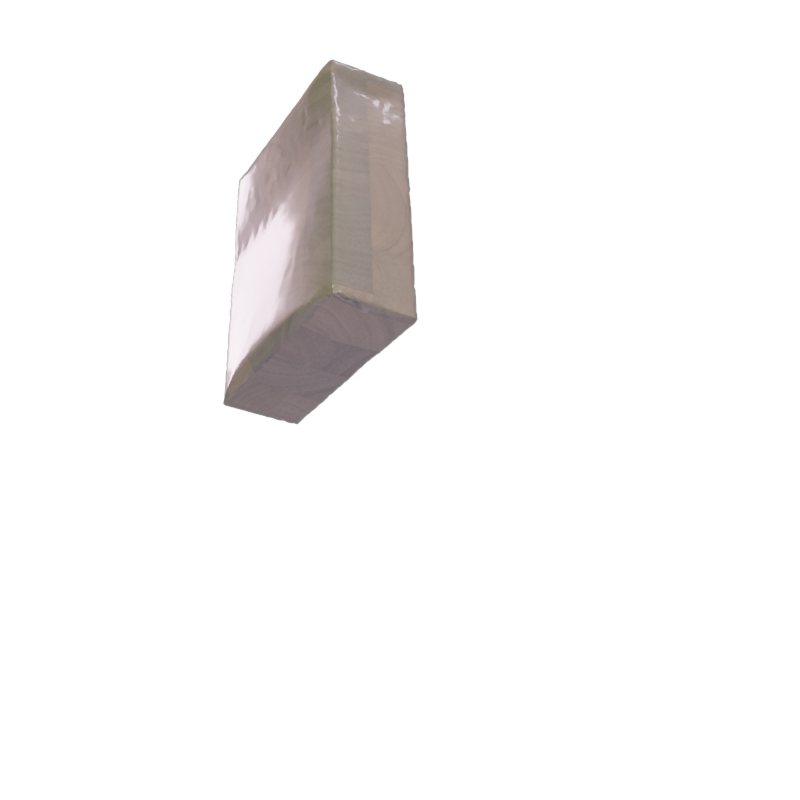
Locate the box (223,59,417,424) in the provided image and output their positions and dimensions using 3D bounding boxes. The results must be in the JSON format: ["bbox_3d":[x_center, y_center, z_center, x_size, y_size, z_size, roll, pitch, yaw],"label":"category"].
[{"bbox_3d":[-0.063,-0.116,0.811,0.069,0.229,0.161,18,-38,-28],"label":"box"}]
